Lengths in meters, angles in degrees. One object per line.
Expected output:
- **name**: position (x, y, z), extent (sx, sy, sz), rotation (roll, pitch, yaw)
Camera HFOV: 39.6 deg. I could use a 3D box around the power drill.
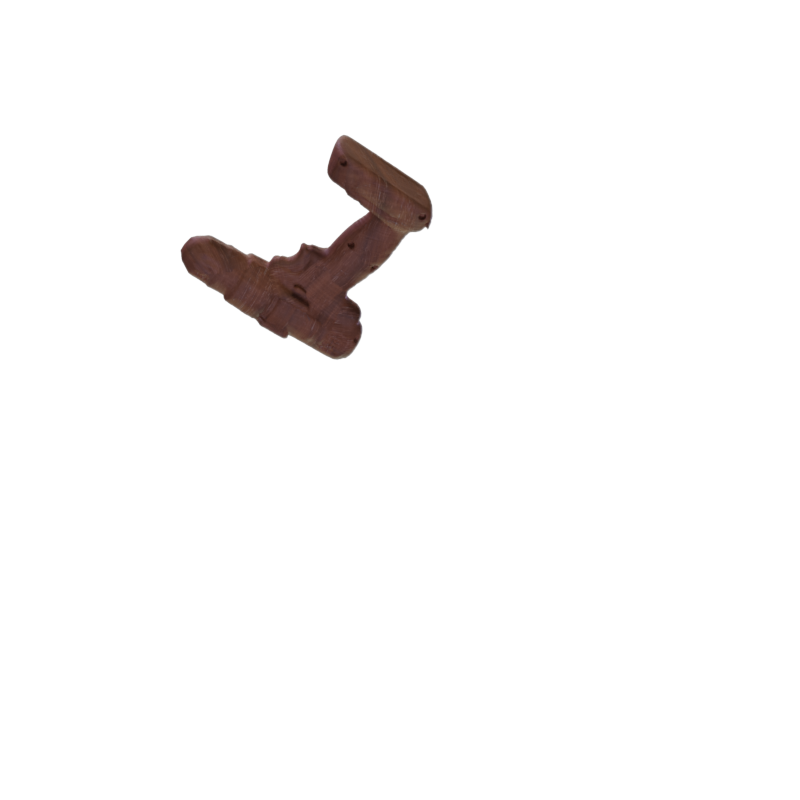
- **power drill**: position (-0.077, -0.140, 0.980), extent (0.177, 0.183, 0.061), rotation (31, 28, -19)
